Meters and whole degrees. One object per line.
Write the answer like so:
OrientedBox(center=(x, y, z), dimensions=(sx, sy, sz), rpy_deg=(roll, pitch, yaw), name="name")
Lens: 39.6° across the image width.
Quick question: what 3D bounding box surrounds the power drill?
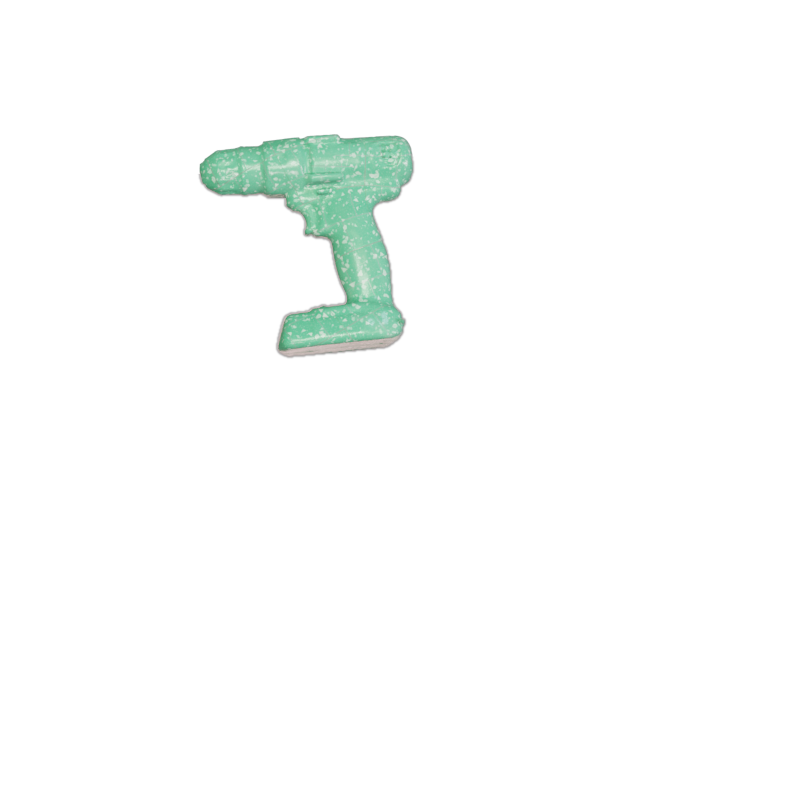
OrientedBox(center=(-0.074, -0.134, 0.940), dimensions=(0.184, 0.194, 0.056), rpy_deg=(-5, -13, -2), name="power drill")
